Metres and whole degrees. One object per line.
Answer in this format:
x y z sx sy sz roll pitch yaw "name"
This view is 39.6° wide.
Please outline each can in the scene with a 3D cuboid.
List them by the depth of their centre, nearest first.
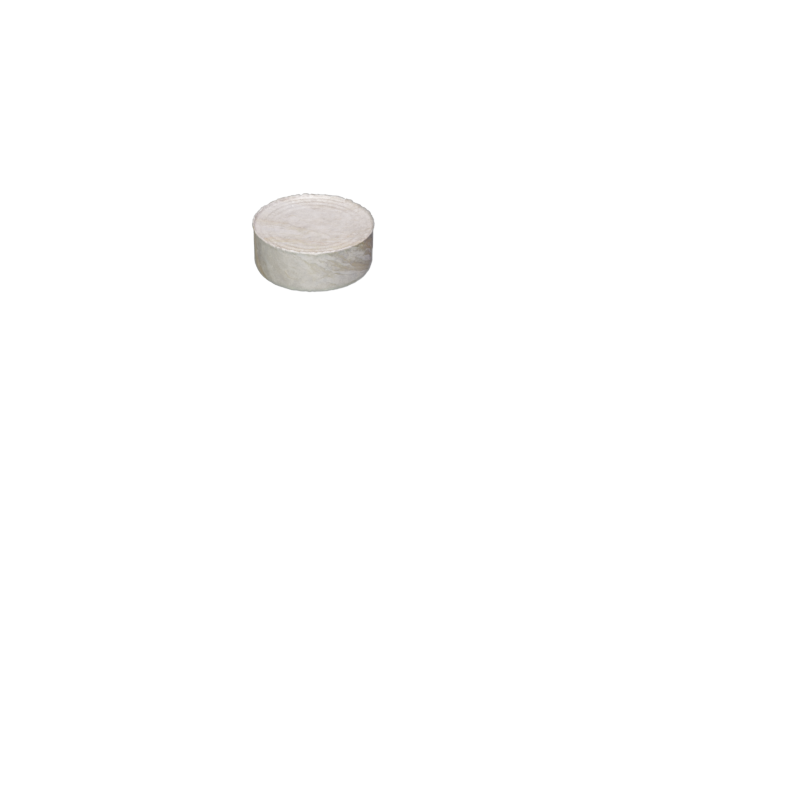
-0.061 -0.112 0.784 0.086 0.031 0.092 -1 35 -2 "can"
